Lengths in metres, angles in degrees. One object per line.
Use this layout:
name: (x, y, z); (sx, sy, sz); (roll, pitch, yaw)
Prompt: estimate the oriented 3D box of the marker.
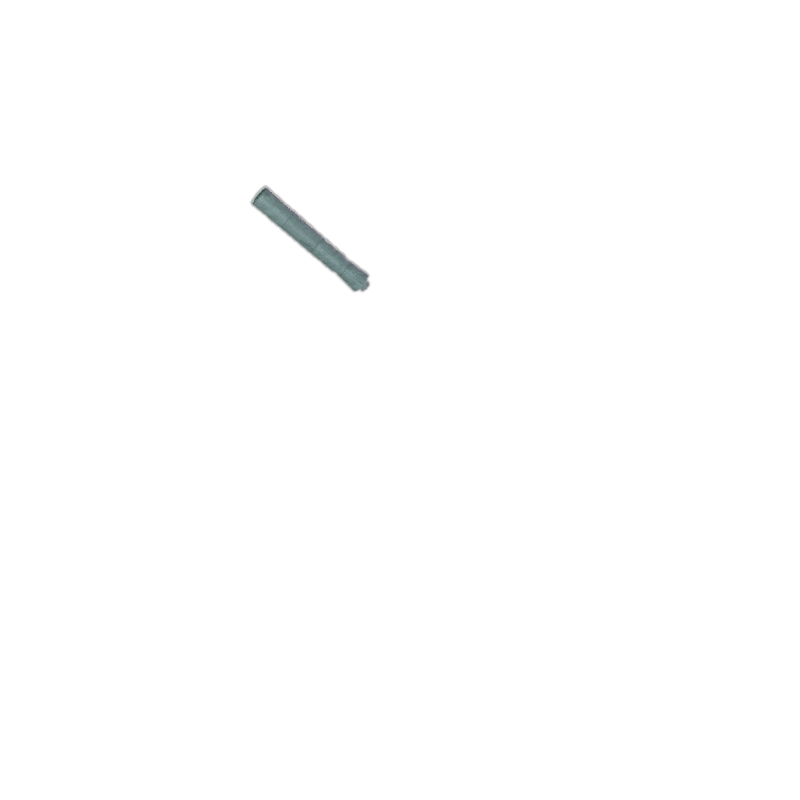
marker: (-0.072, -0.132, 0.923); (0.117, 0.020, 0.020); (40, -8, -12)
